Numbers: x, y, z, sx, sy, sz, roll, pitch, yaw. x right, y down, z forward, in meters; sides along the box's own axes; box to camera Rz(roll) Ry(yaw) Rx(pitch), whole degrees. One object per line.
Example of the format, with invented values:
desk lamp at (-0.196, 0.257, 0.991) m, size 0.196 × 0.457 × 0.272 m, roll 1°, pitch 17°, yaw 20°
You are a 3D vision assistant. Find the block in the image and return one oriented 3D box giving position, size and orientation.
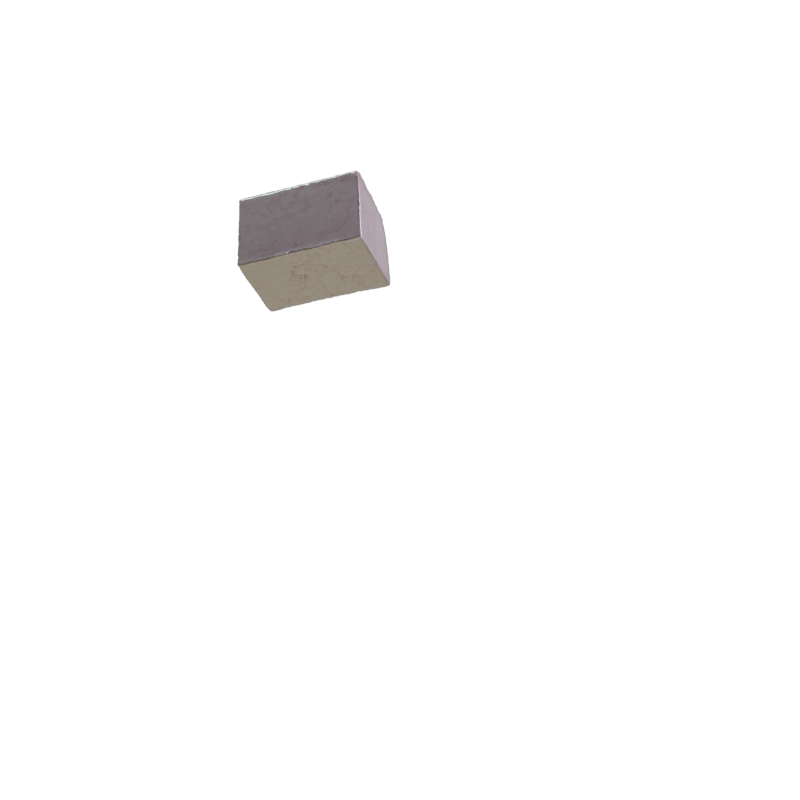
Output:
block at (-0.051, -0.094, 0.655) m, size 0.079 × 0.055 × 0.049 m, roll -11°, pitch -35°, yaw 15°
